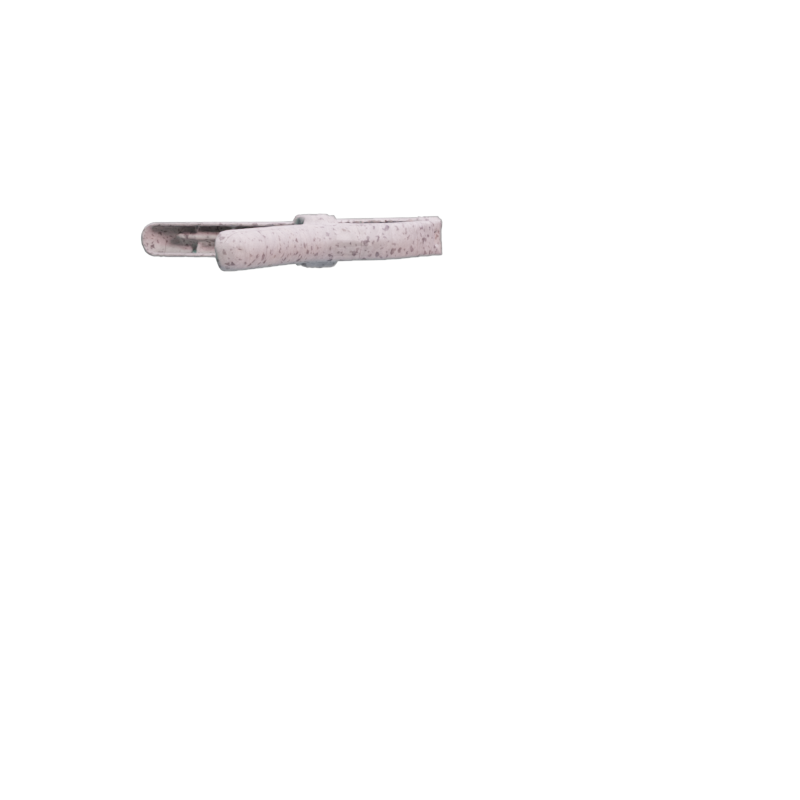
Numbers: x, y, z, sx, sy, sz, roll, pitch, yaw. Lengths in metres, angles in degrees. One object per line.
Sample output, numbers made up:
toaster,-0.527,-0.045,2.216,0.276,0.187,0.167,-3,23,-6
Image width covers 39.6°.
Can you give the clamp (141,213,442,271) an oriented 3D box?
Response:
clamp,-0.059,-0.108,0.754,0.205,0.036,0.172,-4,13,-20
